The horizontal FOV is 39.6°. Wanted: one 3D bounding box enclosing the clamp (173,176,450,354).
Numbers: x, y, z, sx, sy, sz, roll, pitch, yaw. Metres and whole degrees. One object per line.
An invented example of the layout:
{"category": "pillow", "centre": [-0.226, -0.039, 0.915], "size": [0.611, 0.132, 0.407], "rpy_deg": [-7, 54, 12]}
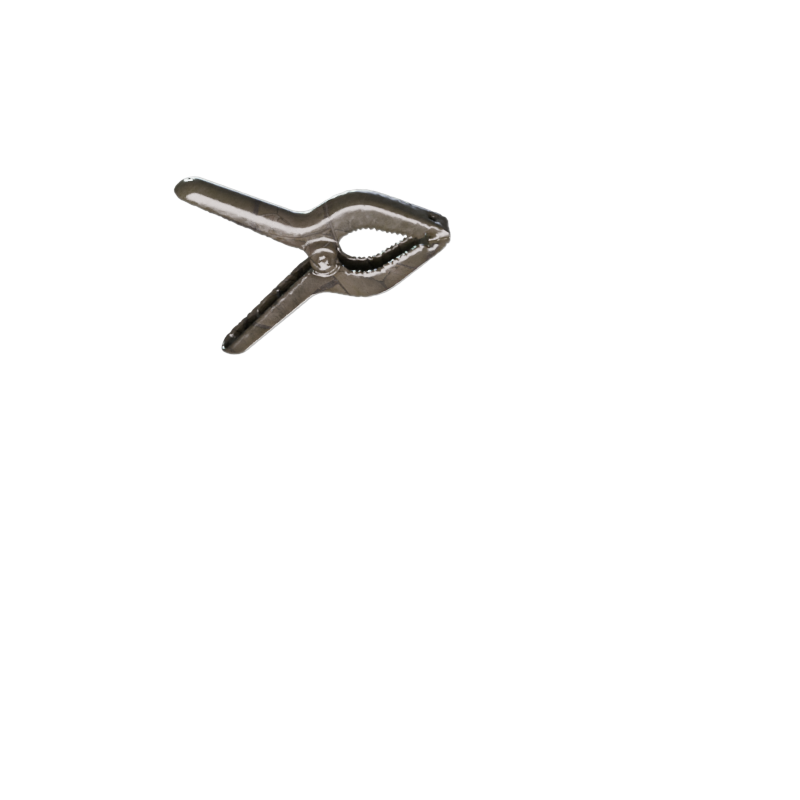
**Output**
{"category": "clamp", "centre": [-0.068, -0.125, 0.872], "size": [0.211, 0.153, 0.039], "rpy_deg": [-14, 34, 9]}
